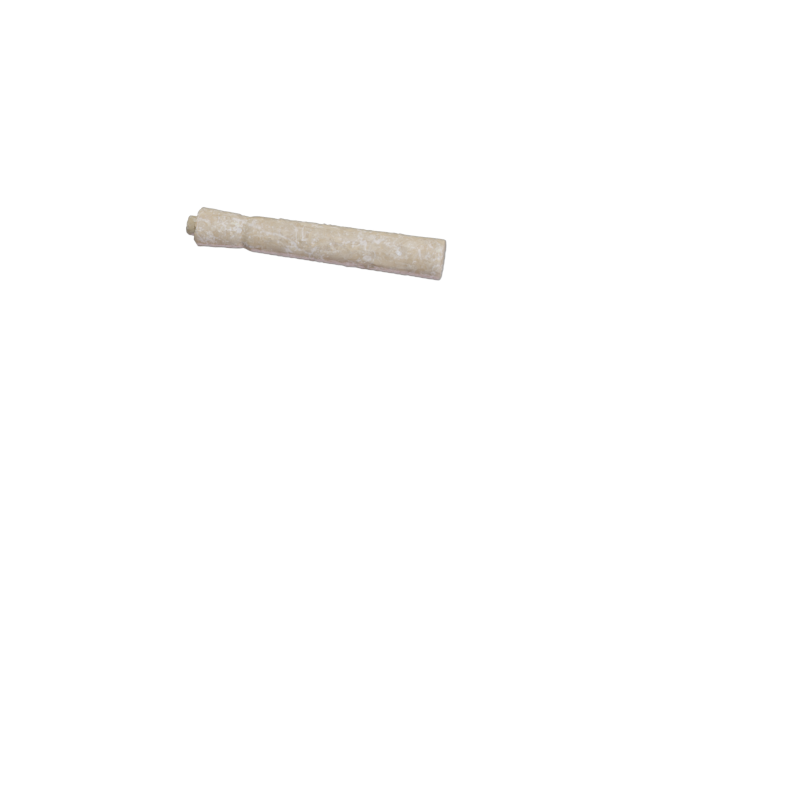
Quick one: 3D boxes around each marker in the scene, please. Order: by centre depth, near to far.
[{"bbox_3d":[-0.040,-0.073,0.511,0.123,0.020,0.020,9,5,11],"label":"marker"}]
